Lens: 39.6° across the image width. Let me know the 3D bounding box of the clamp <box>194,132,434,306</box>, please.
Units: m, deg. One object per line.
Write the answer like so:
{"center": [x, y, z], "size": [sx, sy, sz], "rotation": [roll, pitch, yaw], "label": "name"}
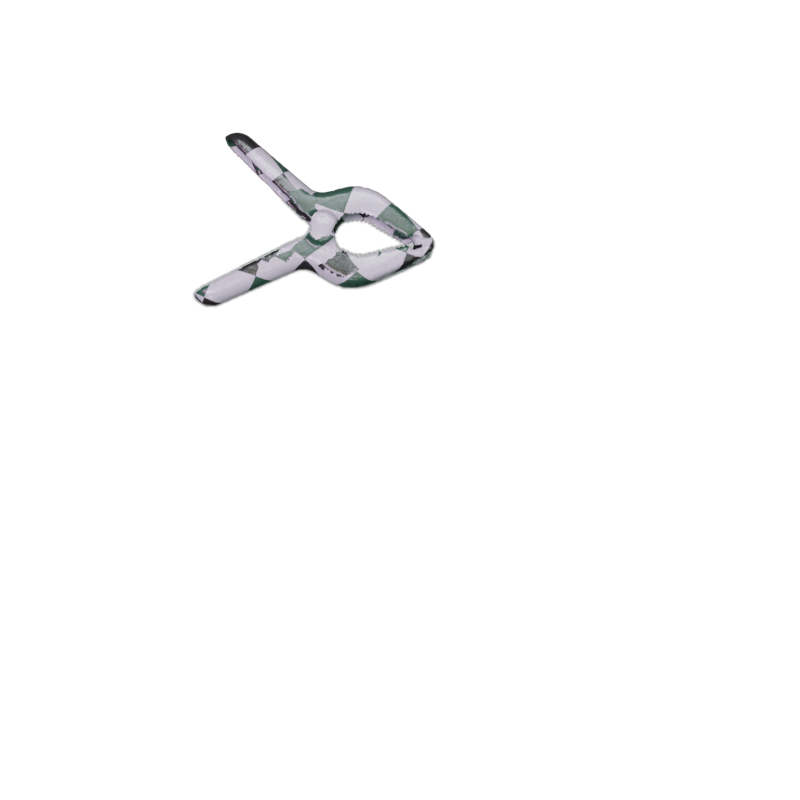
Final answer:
{"center": [-0.078, -0.142, 0.992], "size": [0.212, 0.170, 0.035], "rotation": [15, -16, 4], "label": "clamp"}
